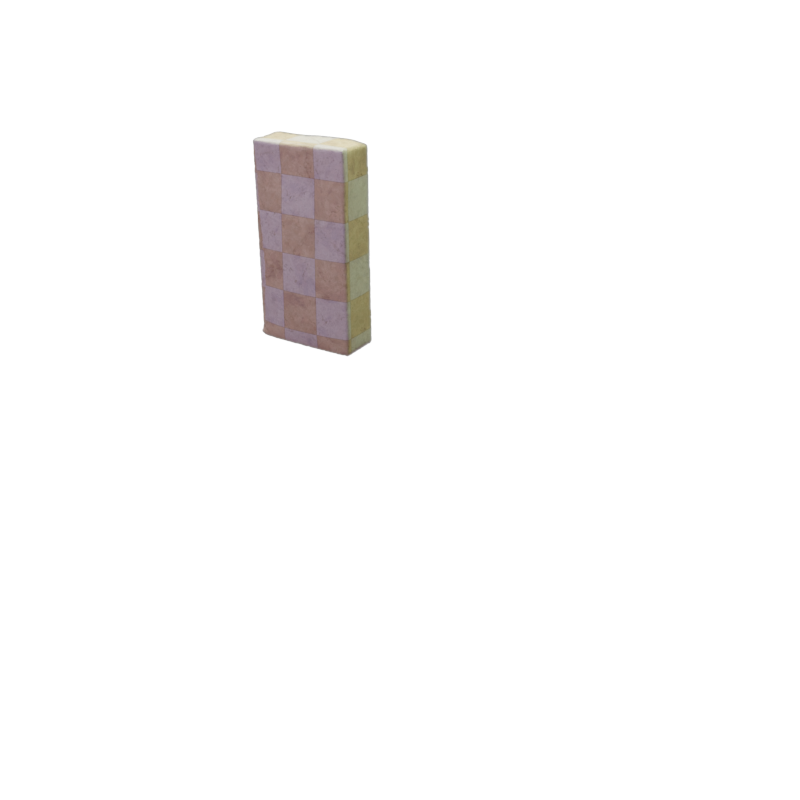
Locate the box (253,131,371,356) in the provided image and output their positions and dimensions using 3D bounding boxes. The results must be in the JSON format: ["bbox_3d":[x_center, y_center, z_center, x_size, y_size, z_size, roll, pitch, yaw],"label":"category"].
[{"bbox_3d":[-0.073,-0.133,0.931,0.098,0.169,0.048,13,21,32],"label":"box"}]
